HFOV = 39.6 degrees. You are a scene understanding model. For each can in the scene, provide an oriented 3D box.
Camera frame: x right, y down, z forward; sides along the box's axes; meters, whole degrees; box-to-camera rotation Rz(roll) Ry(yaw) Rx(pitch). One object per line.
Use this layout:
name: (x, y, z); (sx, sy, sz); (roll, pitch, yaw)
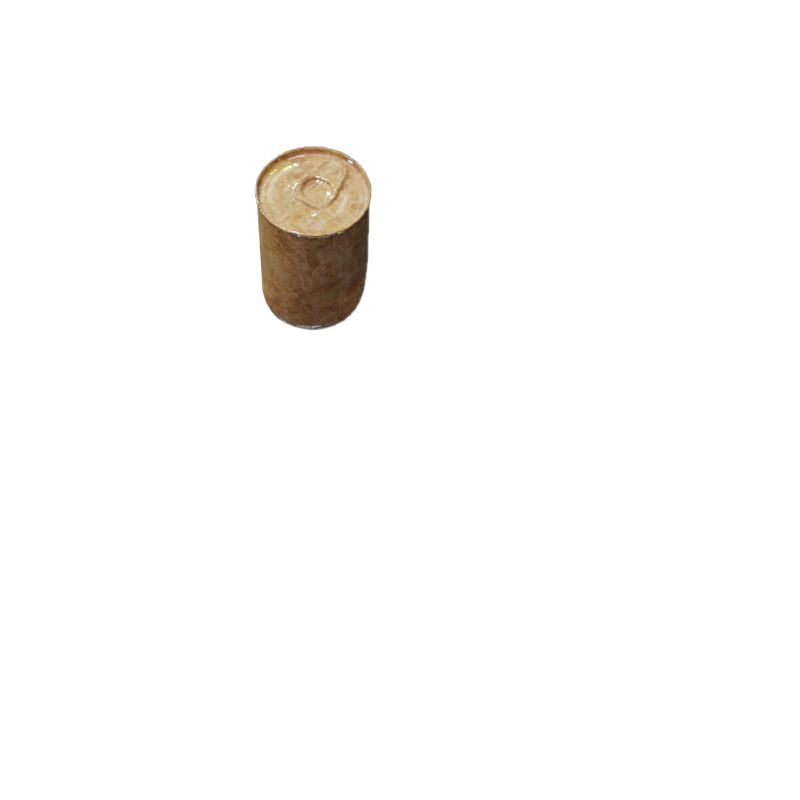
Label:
can: (-0.053, -0.097, 0.682); (0.068, 0.073, 0.096); (0, -32, -3)
